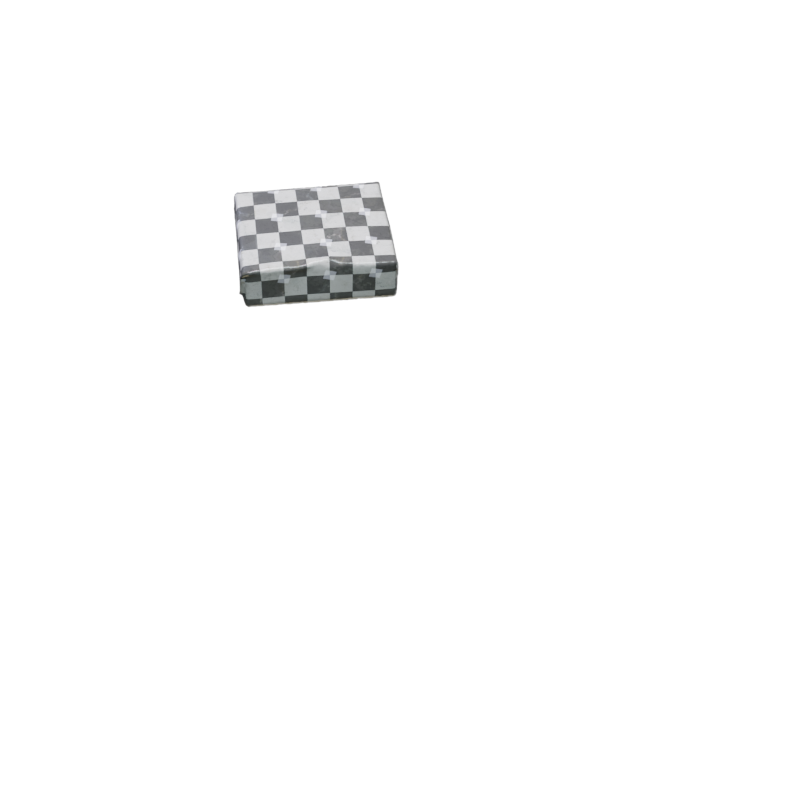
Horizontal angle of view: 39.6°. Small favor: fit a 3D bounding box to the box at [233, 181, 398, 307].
[{"bbox_3d":[-0.050,-0.092,0.642,0.089,0.079,0.028,-5,-44,-5],"label":"box"}]
